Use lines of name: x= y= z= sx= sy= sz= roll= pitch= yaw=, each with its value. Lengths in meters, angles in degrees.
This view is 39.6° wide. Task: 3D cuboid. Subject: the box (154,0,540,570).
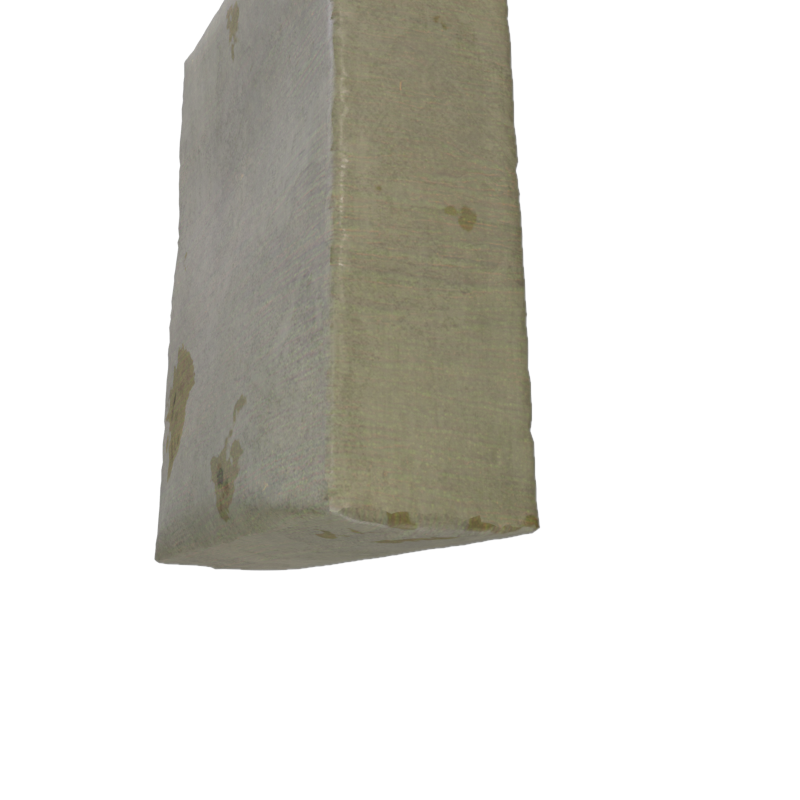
box: x=-0.030 y=-0.056 z=0.389 sx=0.069 sy=0.223 sz=0.163 roll=8 pitch=-18 yaw=-26
